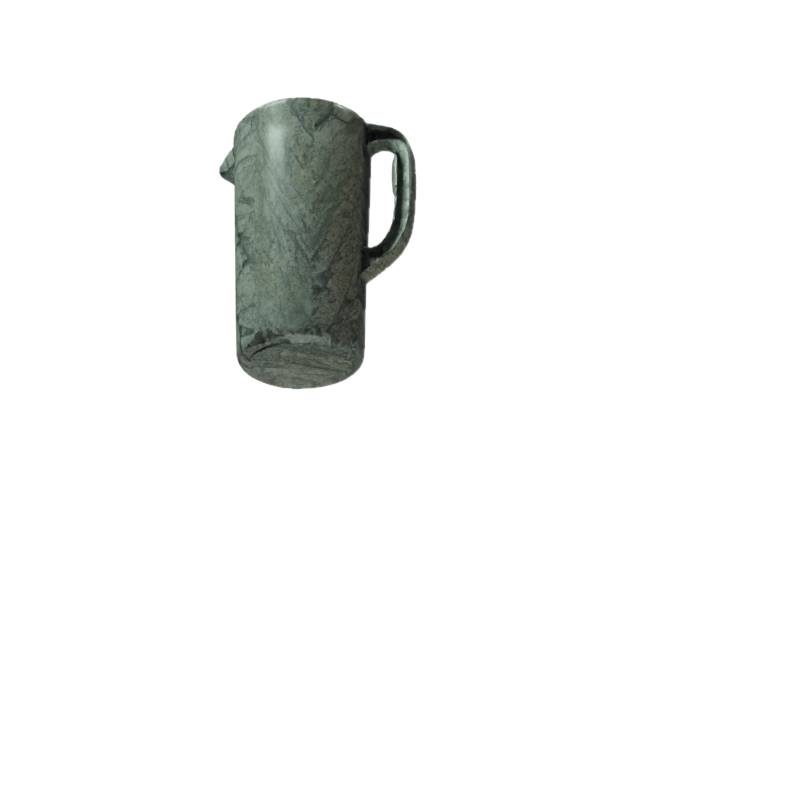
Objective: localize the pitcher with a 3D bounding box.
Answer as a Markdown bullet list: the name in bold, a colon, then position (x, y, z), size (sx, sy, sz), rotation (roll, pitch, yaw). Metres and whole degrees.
- **pitcher**: position (-0.077, -0.141, 0.984), size (0.139, 0.259, 0.146), rotation (14, -33, -26)
